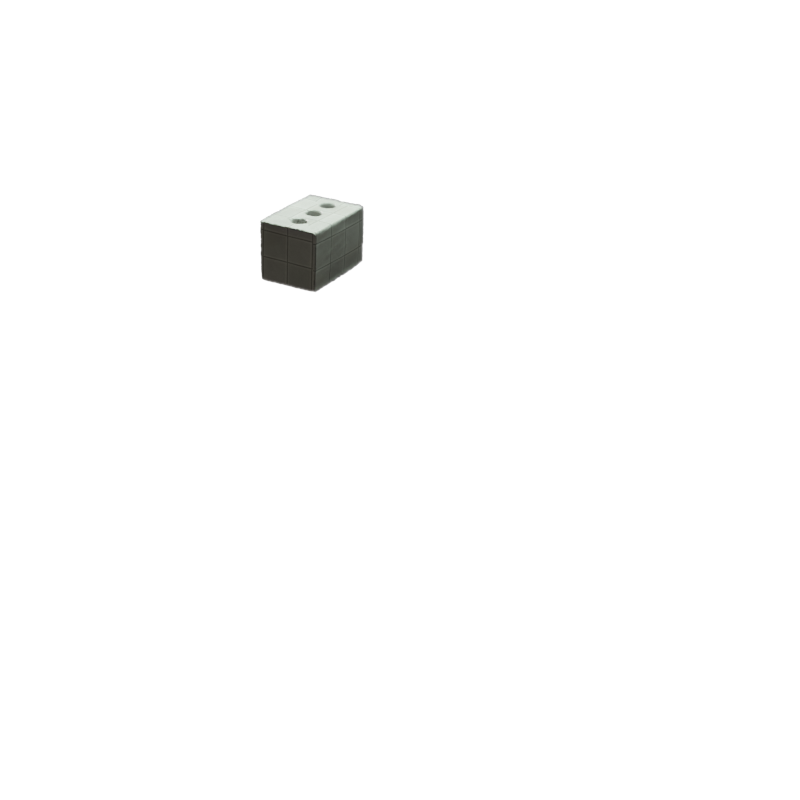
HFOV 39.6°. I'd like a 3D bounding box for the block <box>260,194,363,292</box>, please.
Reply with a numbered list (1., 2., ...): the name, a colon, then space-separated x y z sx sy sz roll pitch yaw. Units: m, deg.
1. block: -0.070 -0.128 0.894 0.055 0.049 0.079 14 29 25
